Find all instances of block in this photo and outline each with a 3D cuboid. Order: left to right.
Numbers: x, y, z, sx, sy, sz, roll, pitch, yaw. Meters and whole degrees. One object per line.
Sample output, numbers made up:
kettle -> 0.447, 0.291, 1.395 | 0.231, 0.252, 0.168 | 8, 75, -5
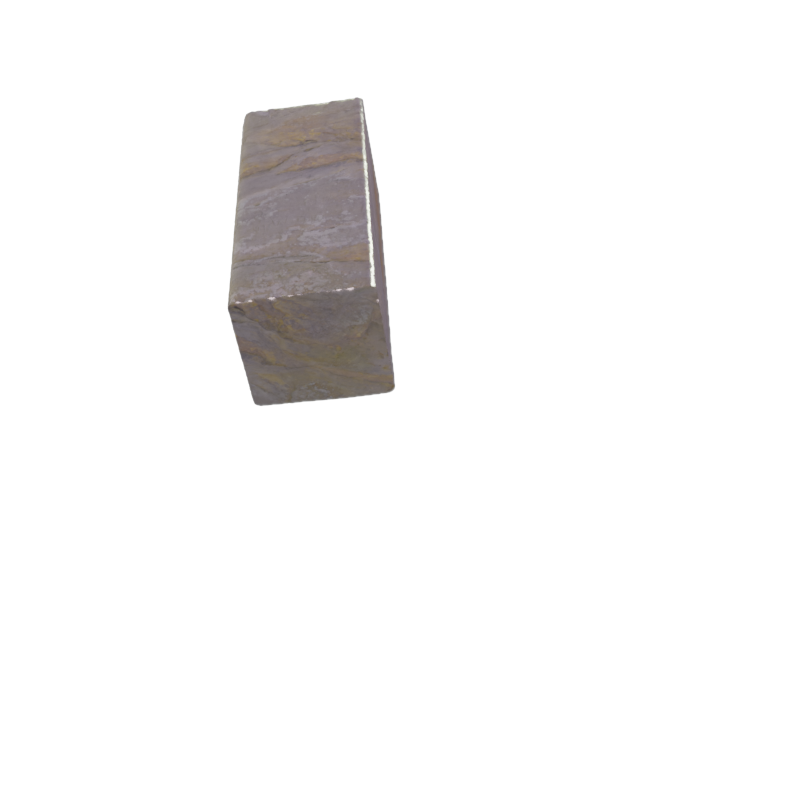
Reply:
block -> -0.059, -0.105, 0.740 | 0.090, 0.084, 0.221 | -7, 43, 3
